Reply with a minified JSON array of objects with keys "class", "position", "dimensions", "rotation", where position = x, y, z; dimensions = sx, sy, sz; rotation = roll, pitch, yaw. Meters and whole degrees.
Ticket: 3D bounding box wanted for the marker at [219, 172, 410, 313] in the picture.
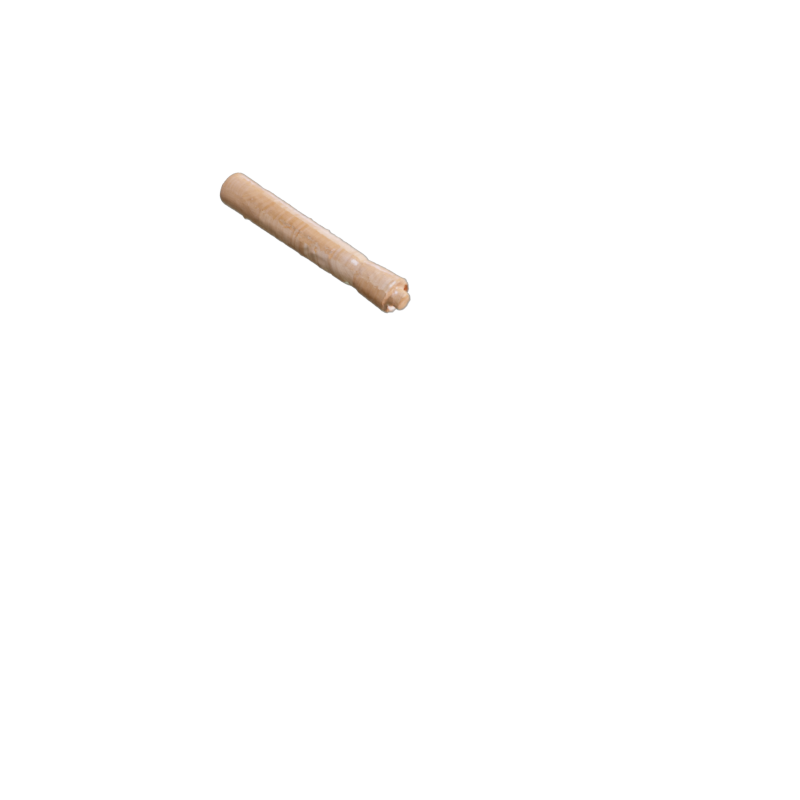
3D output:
[{"class":"marker","position":[-0.043,-0.078,0.548],"dimensions":[0.129,0.019,0.019],"rotation":[36,23,30]}]
